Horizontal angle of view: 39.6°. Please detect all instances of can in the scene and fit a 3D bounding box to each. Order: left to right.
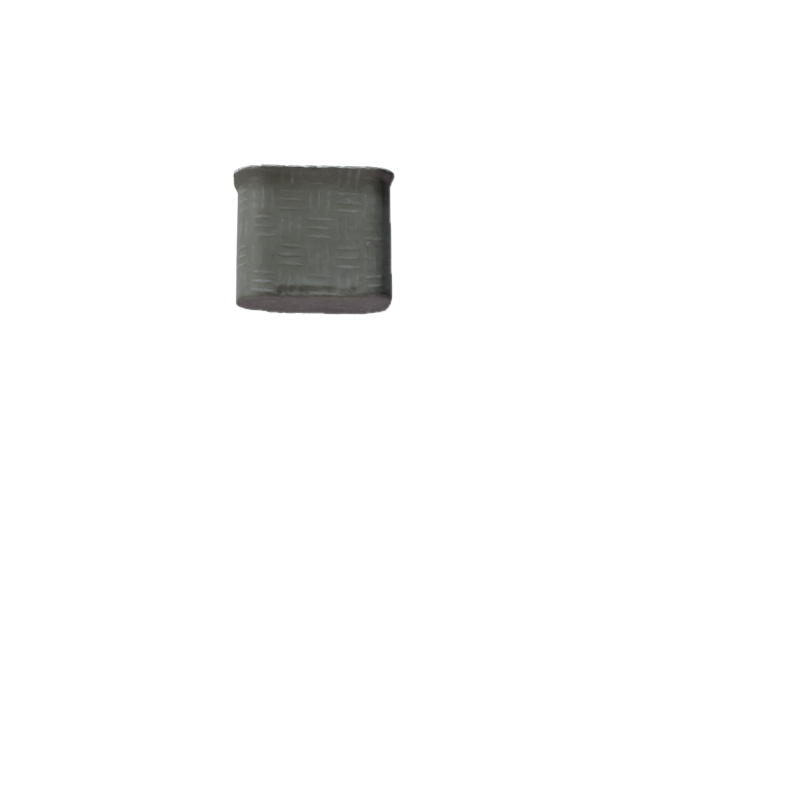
[{"bbox_3d":[-0.055,-0.100,0.699,0.101,0.086,0.056,0,-11,-5],"label":"can"}]
